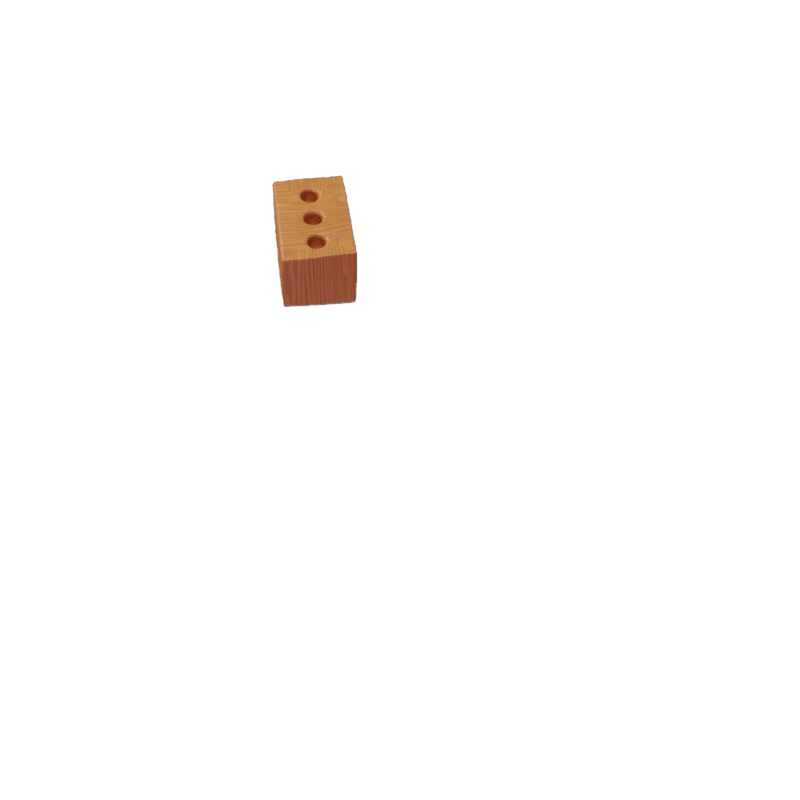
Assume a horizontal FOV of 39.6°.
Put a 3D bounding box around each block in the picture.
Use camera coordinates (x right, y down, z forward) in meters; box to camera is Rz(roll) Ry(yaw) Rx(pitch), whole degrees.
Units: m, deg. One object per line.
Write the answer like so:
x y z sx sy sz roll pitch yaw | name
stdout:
-0.061 -0.112 0.784 0.052 0.084 0.048 -6 -38 -7 | block
